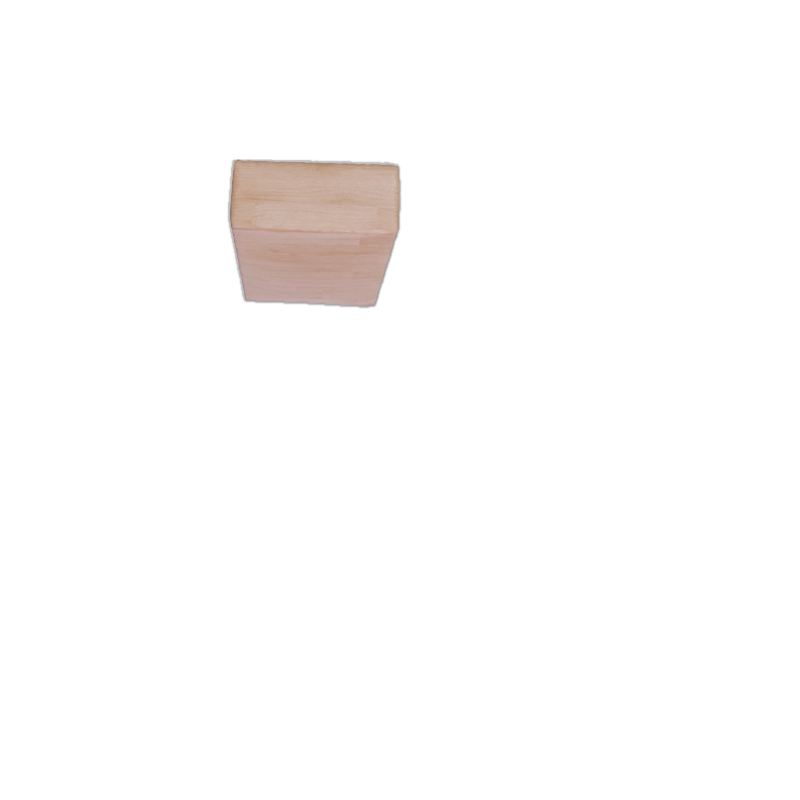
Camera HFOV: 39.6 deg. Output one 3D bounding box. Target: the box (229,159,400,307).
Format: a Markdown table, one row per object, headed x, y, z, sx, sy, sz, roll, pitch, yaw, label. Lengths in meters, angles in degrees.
| x | y | z | sx | sy | sz | roll | pitch | yaw | label |
| --- | --- | --- | --- | --- | --- | --- | --- | --- | --- |
| -0.053 | -0.096 | 0.675 | 0.093 | 0.049 | 0.172 | 2 | -7 | -3 | box |
